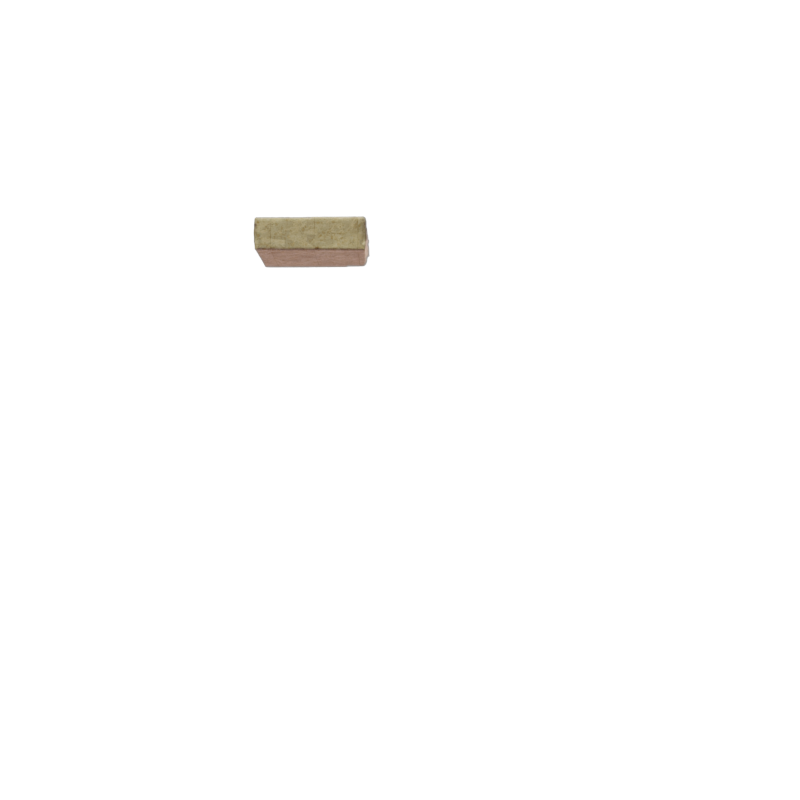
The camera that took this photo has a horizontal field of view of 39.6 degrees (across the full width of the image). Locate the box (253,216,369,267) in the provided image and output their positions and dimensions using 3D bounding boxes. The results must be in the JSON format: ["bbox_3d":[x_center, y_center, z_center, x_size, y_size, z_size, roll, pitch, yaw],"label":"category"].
[{"bbox_3d":[-0.070,-0.128,0.898,0.090,0.031,0.071,0,-5,2],"label":"box"}]
